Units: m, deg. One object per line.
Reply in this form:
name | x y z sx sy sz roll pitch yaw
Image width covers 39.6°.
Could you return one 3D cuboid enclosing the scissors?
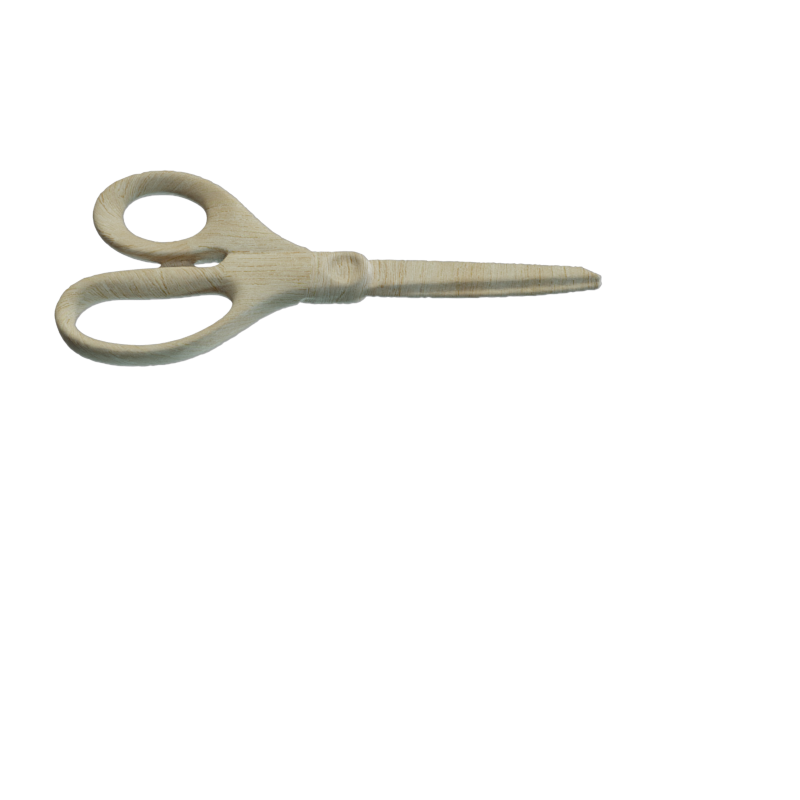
scissors | -0.034 -0.062 0.431 0.200 0.104 0.015 -13 -34 -9
